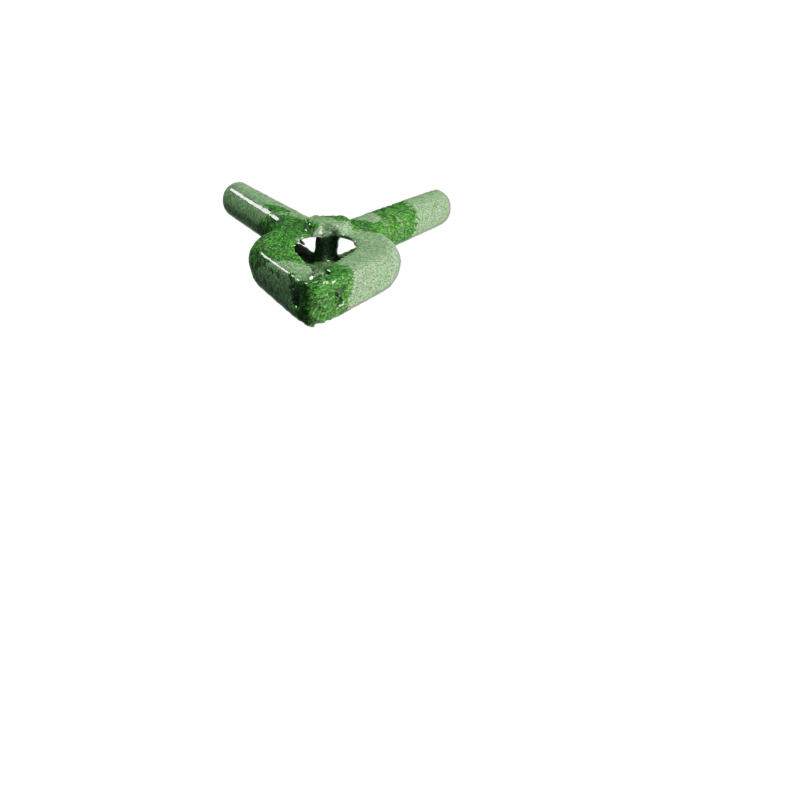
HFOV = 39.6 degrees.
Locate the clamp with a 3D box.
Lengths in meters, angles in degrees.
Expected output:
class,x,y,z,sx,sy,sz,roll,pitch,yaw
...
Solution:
class,x,y,z,sx,sy,sz,roll,pitch,yaw
clamp,-0.057,-0.104,0.729,0.167,0.035,0.218,4,27,8
